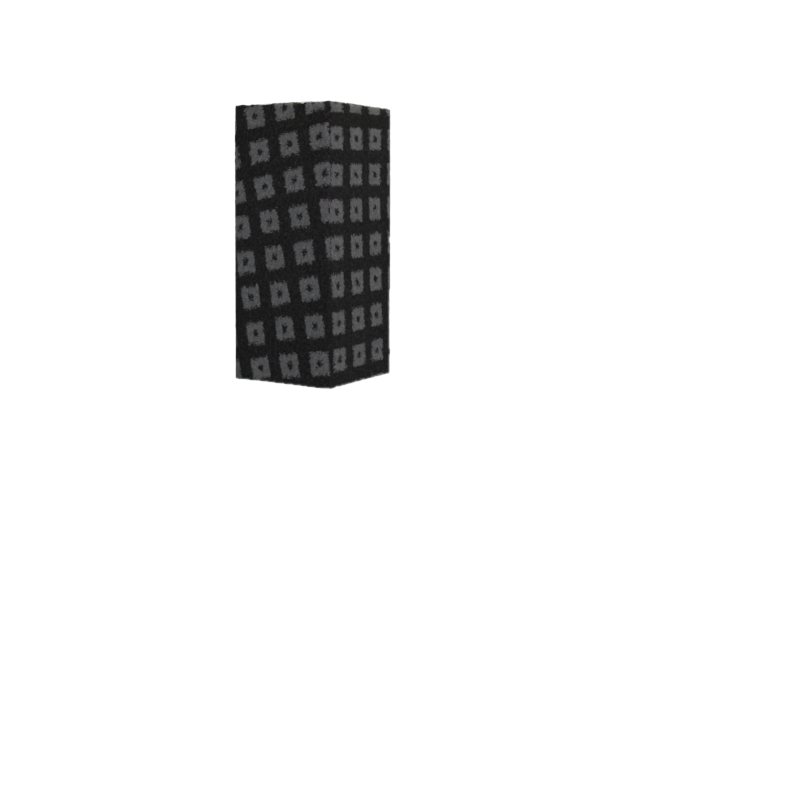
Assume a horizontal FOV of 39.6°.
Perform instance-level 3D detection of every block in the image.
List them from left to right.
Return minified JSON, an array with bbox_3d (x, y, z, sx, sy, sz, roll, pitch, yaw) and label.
[{"bbox_3d":[-0.067,-0.121,0.850,0.094,0.205,0.088,2,4,31],"label":"block"}]
